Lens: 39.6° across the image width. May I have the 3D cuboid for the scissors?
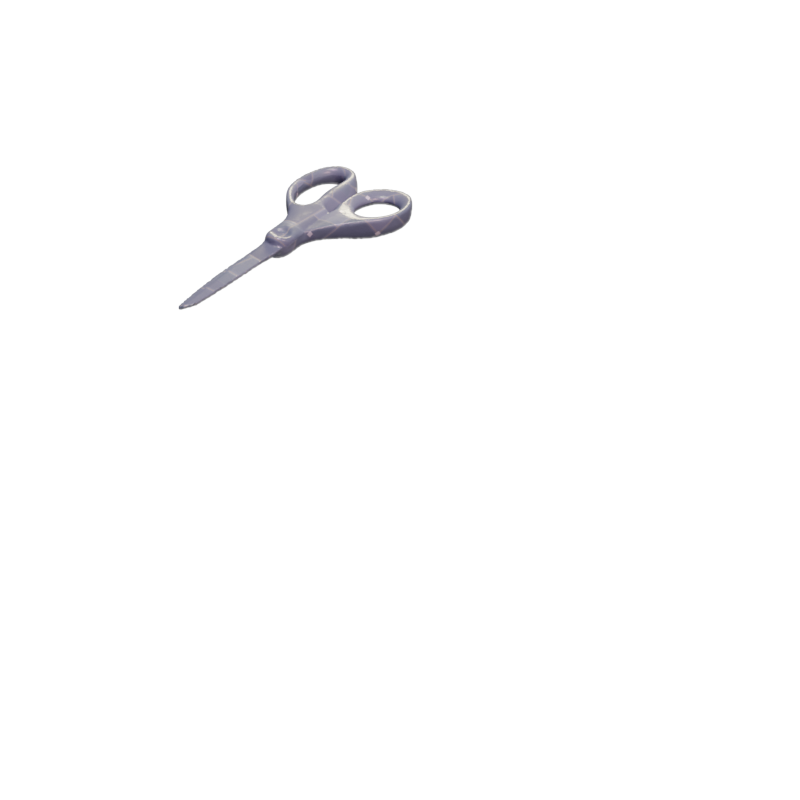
[{"bbox_3d":[-0.055,-0.101,0.709,0.099,0.015,0.210,9,36,13],"label":"scissors"}]
